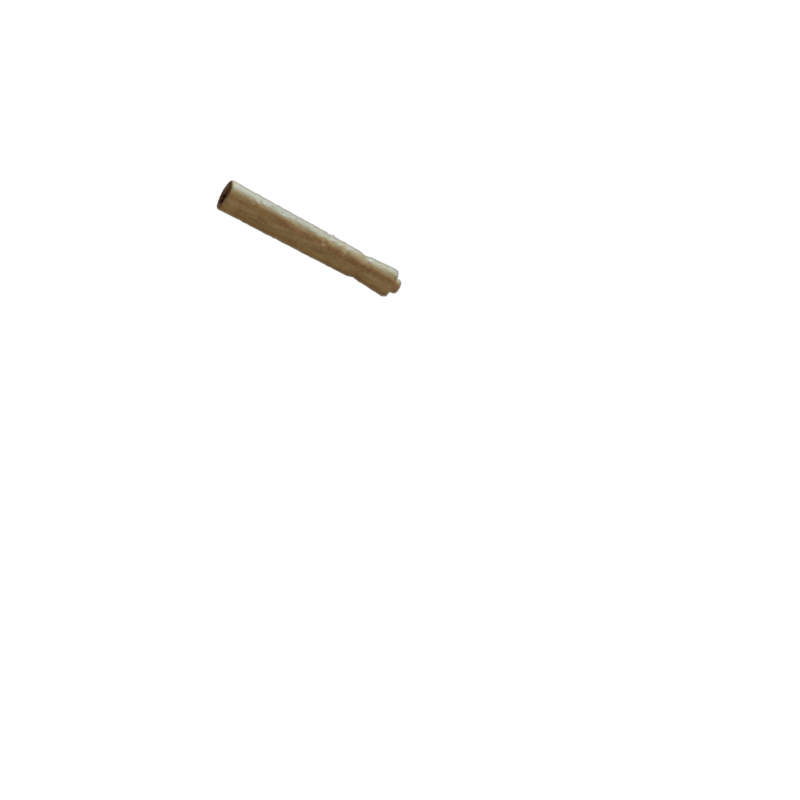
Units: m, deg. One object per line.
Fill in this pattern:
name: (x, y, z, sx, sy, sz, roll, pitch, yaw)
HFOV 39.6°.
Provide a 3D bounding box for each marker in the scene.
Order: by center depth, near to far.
marker: (-0.051, -0.093, 0.650, 0.116, 0.020, 0.020, 26, -6, -18)
